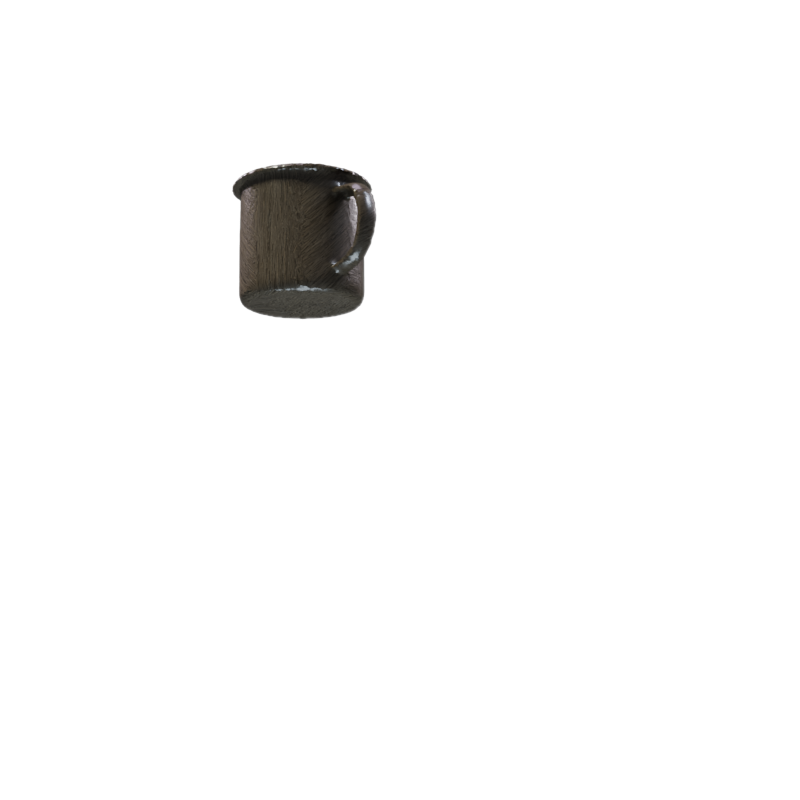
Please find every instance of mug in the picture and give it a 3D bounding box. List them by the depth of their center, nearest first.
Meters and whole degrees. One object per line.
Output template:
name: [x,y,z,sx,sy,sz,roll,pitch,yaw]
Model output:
mug: [-0.056,-0.103,0.720,0.088,0.085,0.119,12,-17,-41]
